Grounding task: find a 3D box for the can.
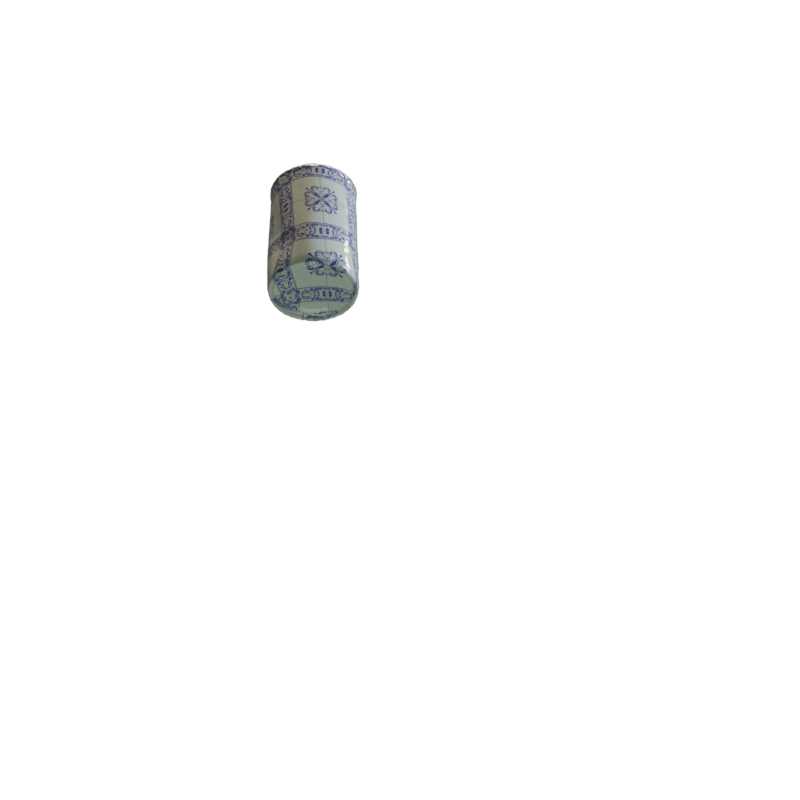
[{"bbox_3d":[-0.065,-0.119,0.831,0.068,0.110,0.064,-1,-40,-3],"label":"can"}]
